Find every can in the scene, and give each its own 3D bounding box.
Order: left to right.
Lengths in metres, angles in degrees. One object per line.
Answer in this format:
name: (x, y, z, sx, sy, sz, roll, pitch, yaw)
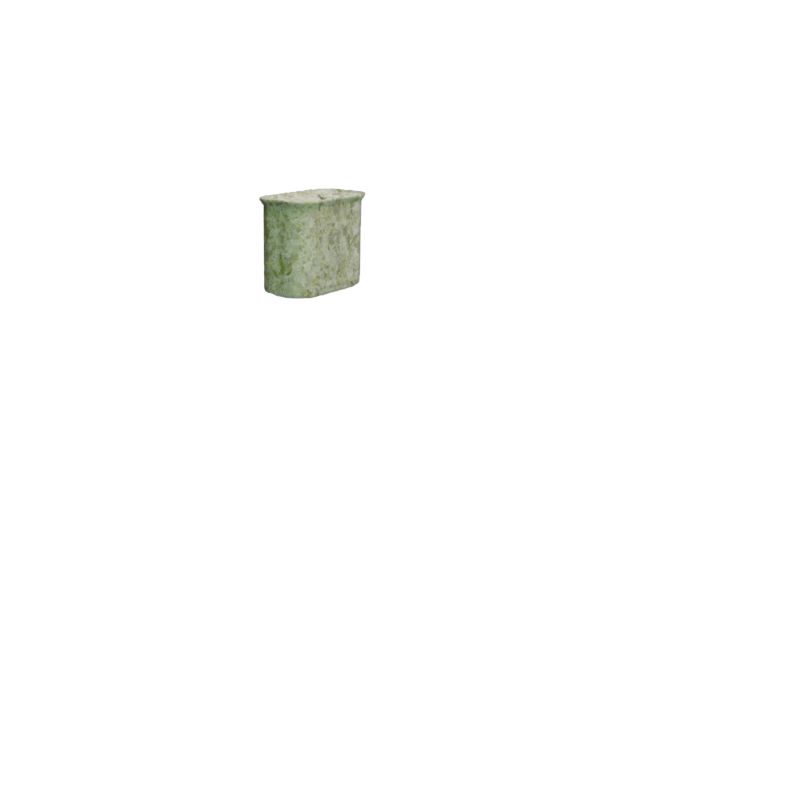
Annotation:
can: (-0.076, -0.138, 0.970, 0.060, 0.082, 0.100, 8, 16, 33)
